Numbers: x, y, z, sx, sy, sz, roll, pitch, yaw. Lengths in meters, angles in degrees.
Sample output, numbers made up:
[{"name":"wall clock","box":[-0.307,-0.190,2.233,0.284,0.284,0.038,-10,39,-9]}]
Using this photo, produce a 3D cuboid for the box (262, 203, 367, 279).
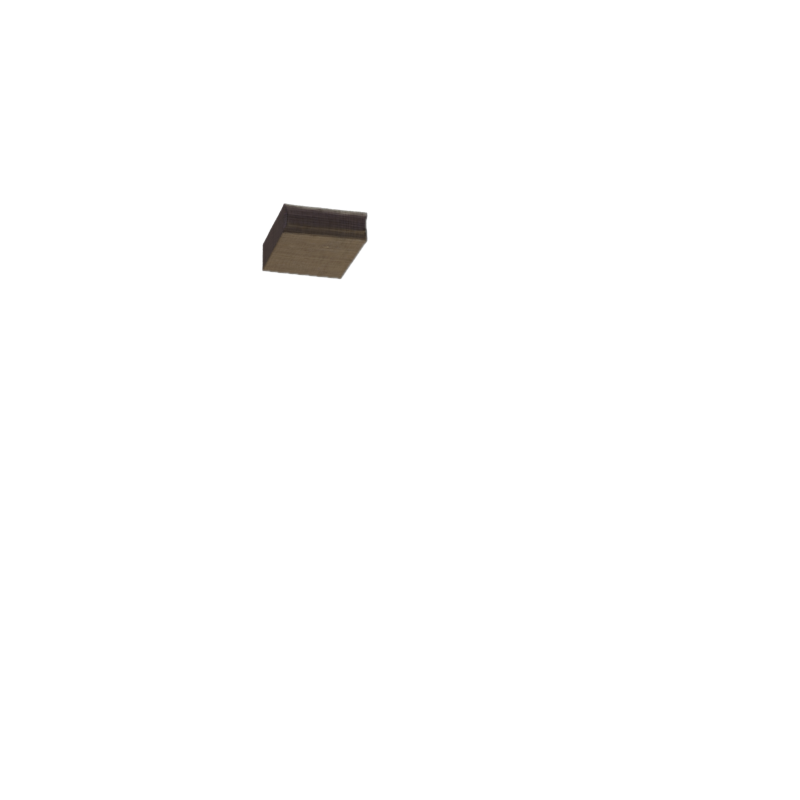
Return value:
[{"name":"box","box":[-0.074,-0.135,0.946,0.072,0.032,0.087,5,-19,-15]}]
